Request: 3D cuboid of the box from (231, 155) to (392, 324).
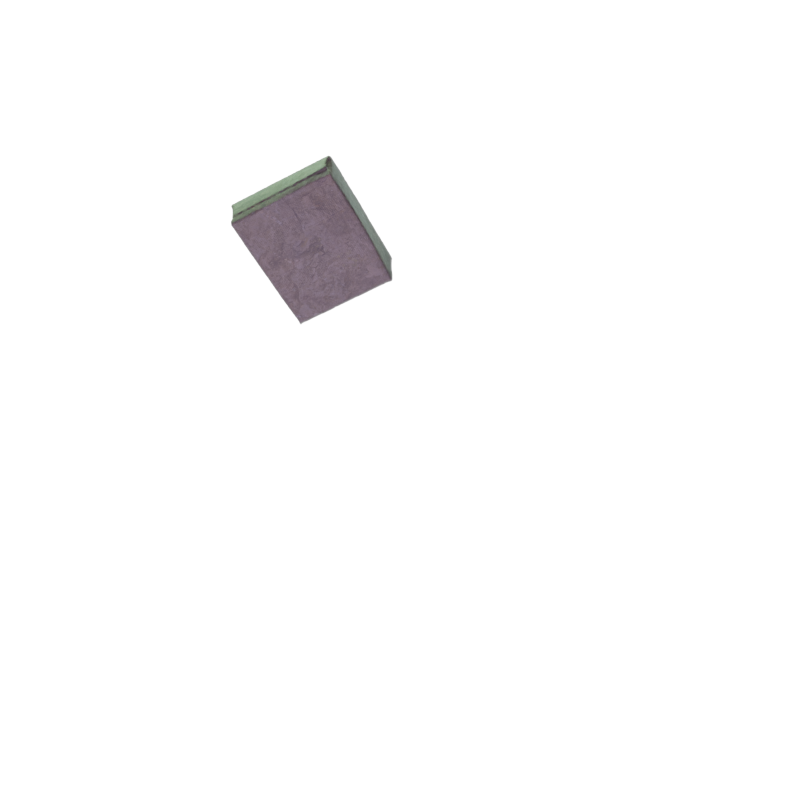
[{"bbox_3d":[-0.069,-0.126,0.884,0.090,0.106,0.041,-24,29,14],"label":"box"}]
